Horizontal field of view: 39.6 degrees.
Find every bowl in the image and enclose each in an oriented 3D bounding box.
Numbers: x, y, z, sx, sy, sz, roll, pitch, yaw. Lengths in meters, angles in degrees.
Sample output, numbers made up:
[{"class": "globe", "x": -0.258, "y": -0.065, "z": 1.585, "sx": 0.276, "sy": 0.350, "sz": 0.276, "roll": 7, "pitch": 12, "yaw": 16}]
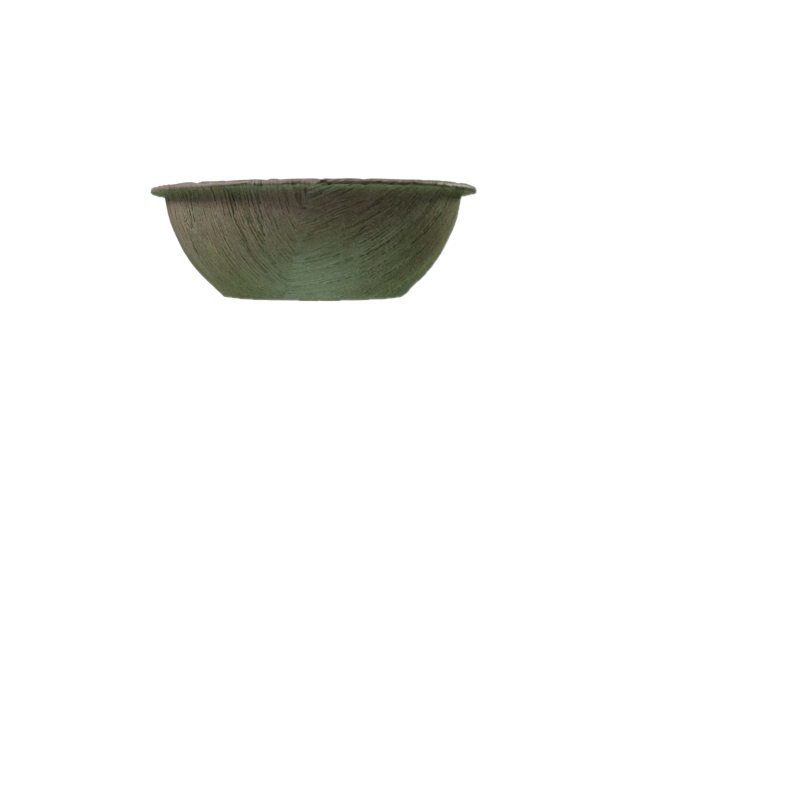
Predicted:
[{"class": "bowl", "x": -0.043, "y": -0.079, "z": 0.554, "sx": 0.162, "sy": 0.055, "sz": 0.164, "roll": 0, "pitch": 7, "yaw": -2}]
